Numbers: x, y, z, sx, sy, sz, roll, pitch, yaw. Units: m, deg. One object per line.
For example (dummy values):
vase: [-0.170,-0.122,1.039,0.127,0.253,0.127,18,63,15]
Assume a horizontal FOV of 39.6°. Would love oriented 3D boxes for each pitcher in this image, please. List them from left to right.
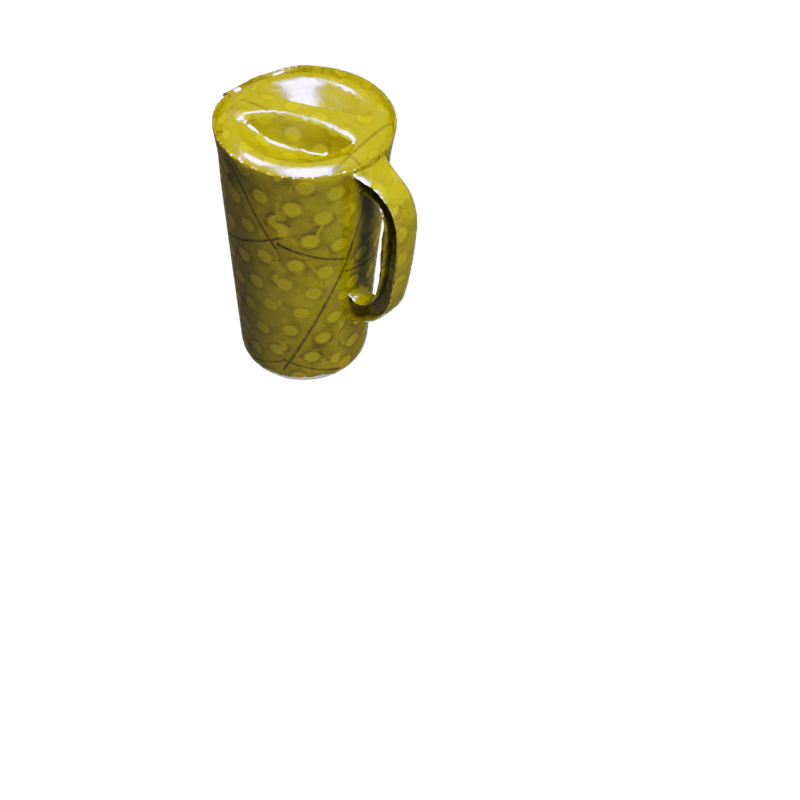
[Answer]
pitcher: [-0.068,-0.124,0.866,0.145,0.160,0.226,0,-43,-3]
